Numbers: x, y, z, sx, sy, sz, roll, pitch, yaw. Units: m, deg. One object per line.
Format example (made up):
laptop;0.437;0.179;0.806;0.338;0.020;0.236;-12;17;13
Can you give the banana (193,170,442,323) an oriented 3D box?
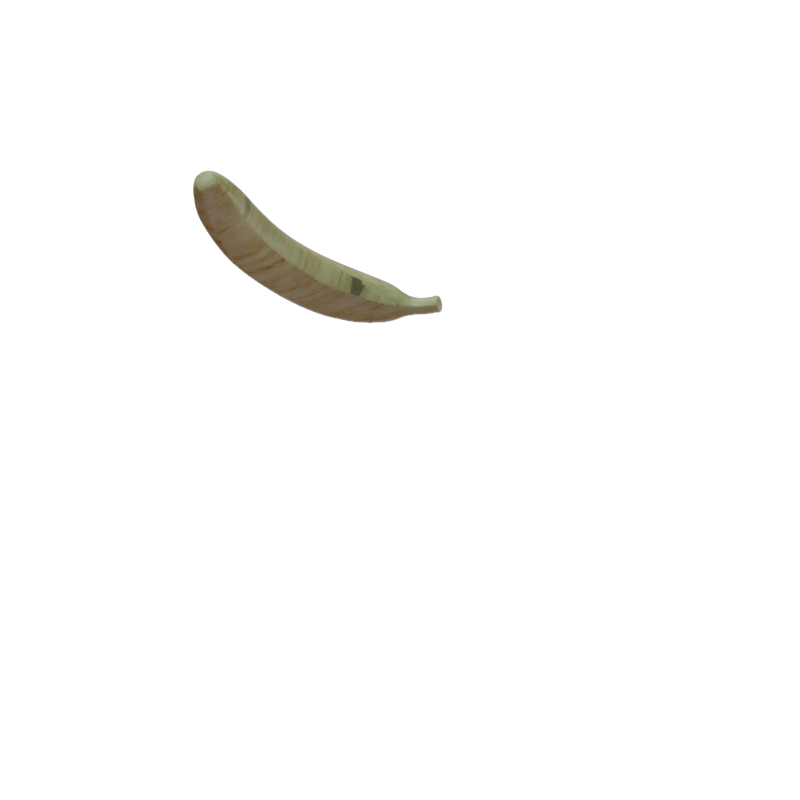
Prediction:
banana;-0.065;-0.093;0.726;0.187;0.039;0.069;24;-41;-31
